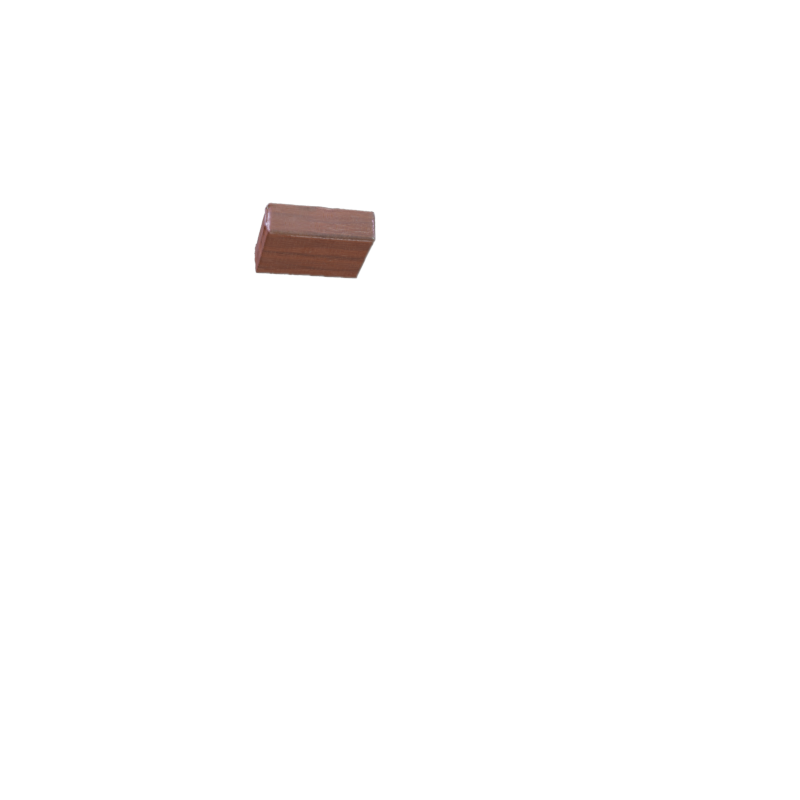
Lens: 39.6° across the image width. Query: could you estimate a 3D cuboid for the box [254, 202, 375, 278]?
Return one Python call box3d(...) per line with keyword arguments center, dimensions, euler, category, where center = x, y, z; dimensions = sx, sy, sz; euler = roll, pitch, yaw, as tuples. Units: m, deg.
box3d(center=(-0.071, -0.129, 0.901), dimensions=(0.088, 0.032, 0.070), euler=(4, -22, -10), category="box")
